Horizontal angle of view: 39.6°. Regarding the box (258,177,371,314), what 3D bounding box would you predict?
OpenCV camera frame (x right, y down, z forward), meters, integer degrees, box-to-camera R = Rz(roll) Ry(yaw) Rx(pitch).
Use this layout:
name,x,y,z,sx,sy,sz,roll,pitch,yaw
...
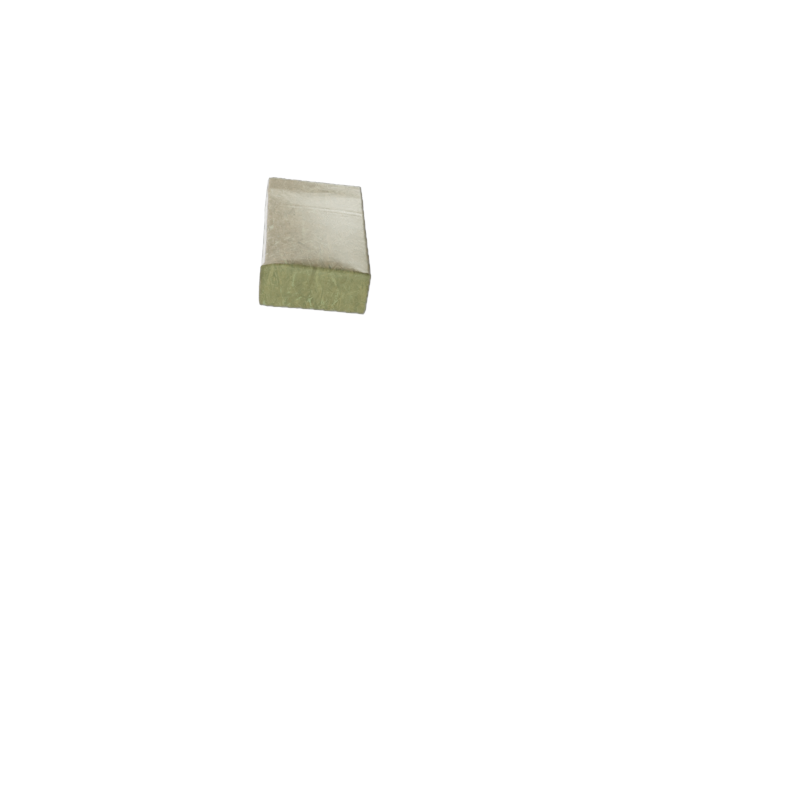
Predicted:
name,x,y,z,sx,sy,sz,roll,pitch,yaw
box,-0.078,-0.142,0.998,0.093,0.045,0.187,4,31,-6
